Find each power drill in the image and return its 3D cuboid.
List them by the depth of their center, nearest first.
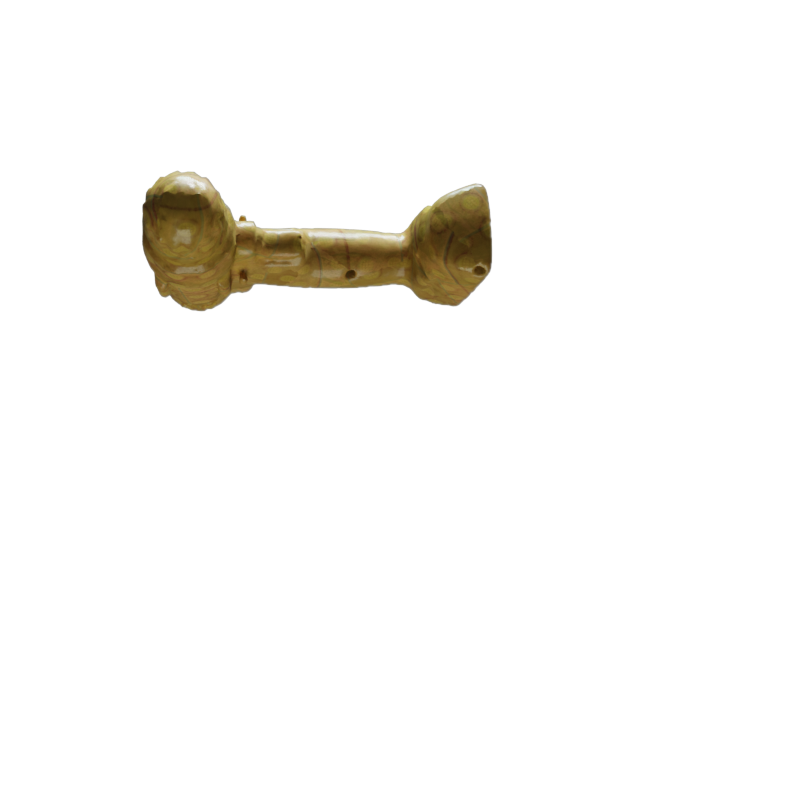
[{"bbox_3d":[-0.048,-0.088,0.617,0.186,0.059,0.182,0,-5,-5],"label":"power drill"}]
